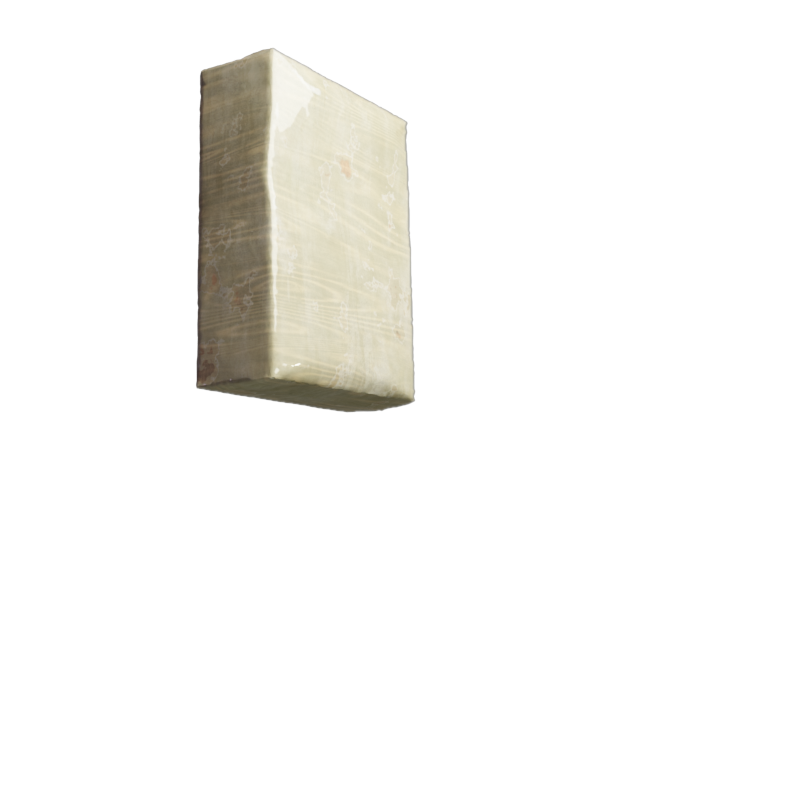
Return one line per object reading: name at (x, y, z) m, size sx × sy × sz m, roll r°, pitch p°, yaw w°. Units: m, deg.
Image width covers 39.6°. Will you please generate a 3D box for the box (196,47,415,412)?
box at (-0.058, -0.107, 0.747) m, size 0.073 × 0.221 × 0.155 m, roll -11°, pitch -16°, yaw 33°
